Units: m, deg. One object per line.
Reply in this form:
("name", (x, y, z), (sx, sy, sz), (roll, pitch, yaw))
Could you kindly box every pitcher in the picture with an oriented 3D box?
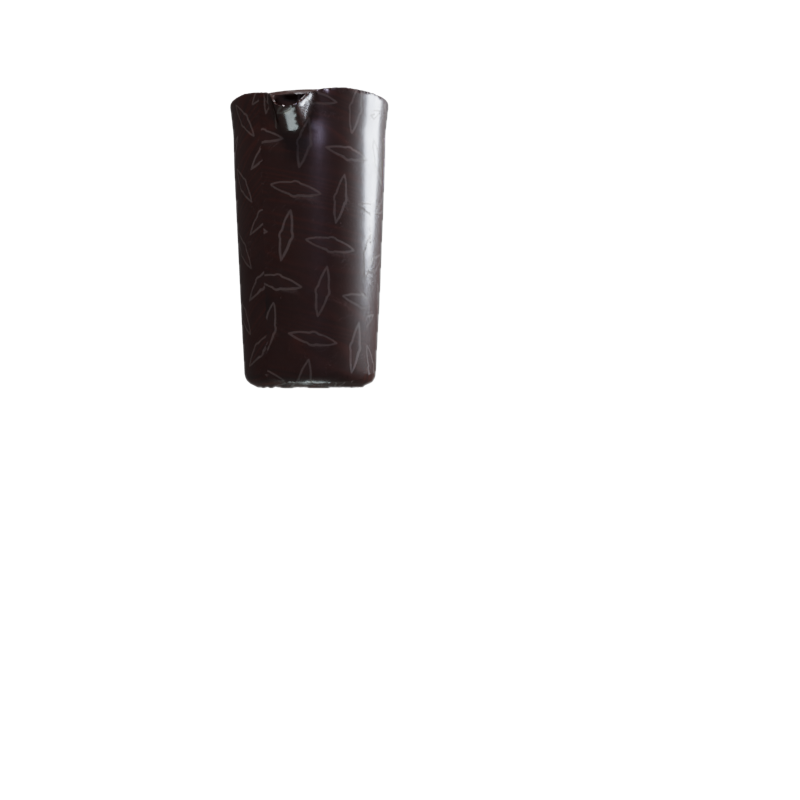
("pitcher", (-0.073, -0.133, 0.933), (0.143, 0.247, 0.149), (3, -6, -36))
